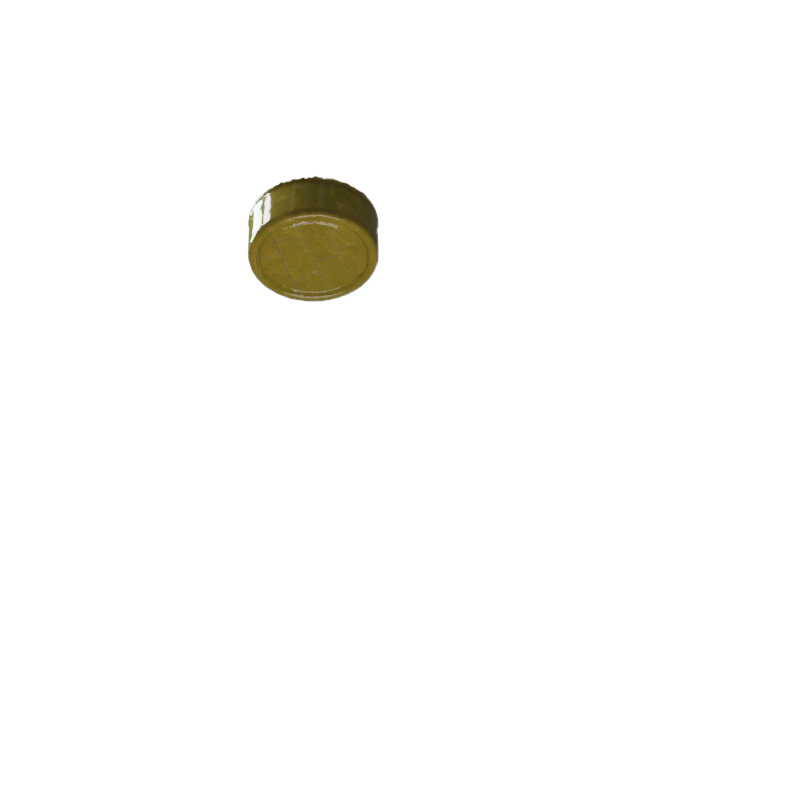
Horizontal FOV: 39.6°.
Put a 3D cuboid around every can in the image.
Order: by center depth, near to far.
[{"bbox_3d":[-0.056,-0.103,0.721,0.086,0.036,0.080,1,-39,-2],"label":"can"}]
